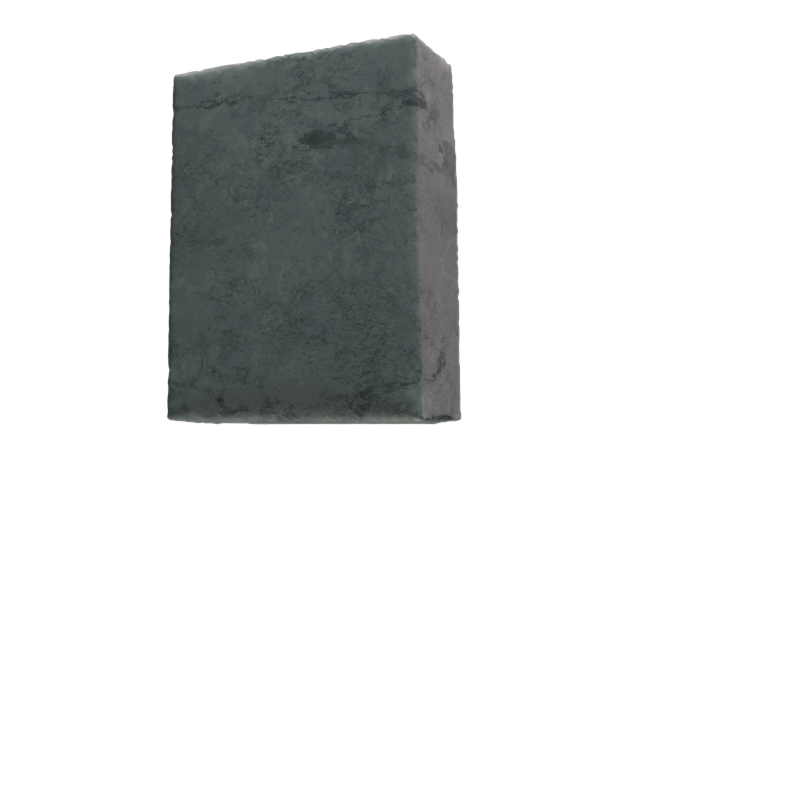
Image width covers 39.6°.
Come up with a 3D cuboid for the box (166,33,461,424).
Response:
[{"bbox_3d":[-0.052,-0.094,0.658,0.168,0.218,0.068,-3,-9,25],"label":"box"}]
